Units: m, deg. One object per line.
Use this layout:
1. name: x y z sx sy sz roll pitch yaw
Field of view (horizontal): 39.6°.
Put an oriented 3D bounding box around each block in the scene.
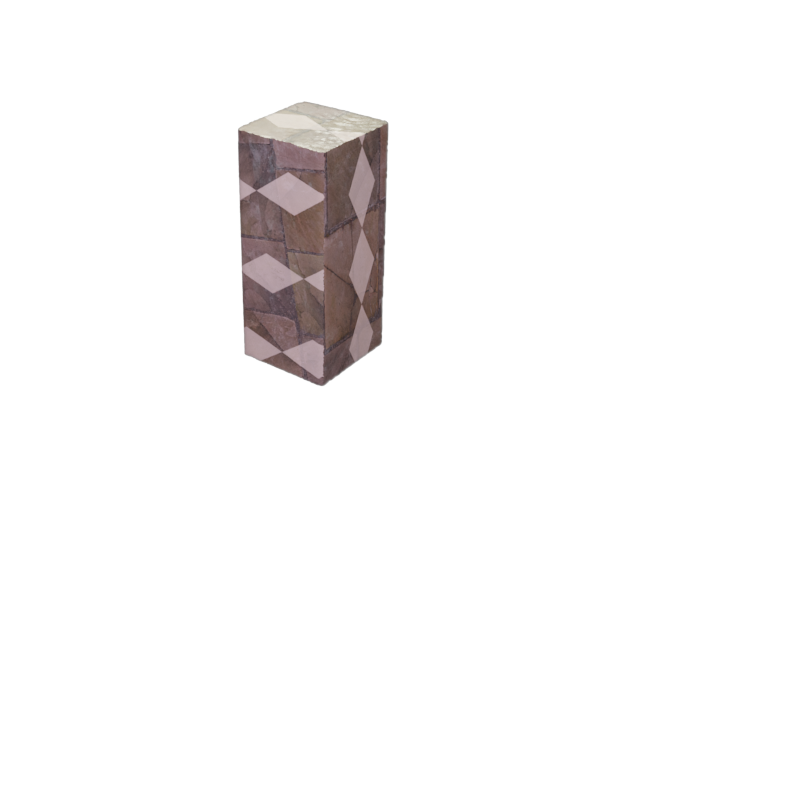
1. block: -0.073 -0.132 0.923 0.095 0.195 0.091 20 33 29
